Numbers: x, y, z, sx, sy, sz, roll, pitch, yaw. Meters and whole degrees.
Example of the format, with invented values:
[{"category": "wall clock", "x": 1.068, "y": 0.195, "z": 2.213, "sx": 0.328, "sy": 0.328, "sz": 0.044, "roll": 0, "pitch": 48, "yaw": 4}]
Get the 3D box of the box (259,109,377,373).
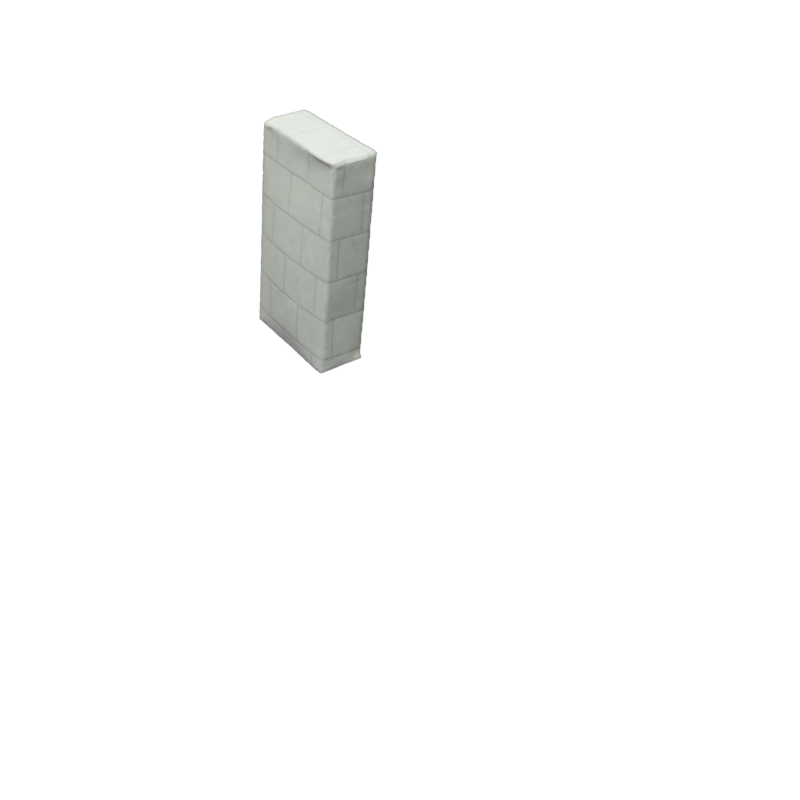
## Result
[{"category": "box", "x": -0.065, "y": -0.119, "z": 0.831, "sx": 0.047, "sy": 0.166, "sz": 0.100, "roll": -19, "pitch": 38, "yaw": -31}]
